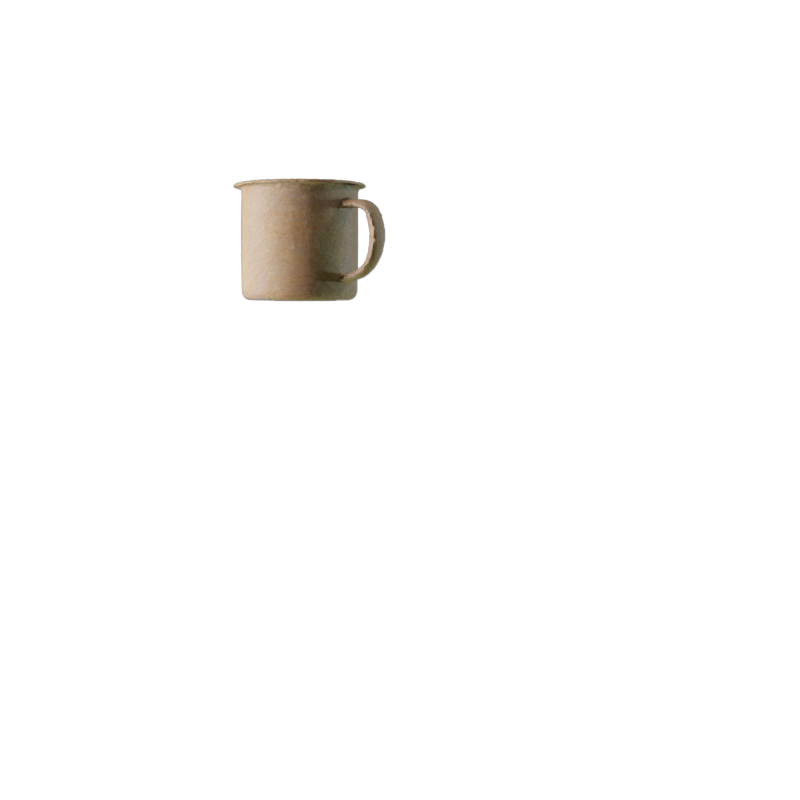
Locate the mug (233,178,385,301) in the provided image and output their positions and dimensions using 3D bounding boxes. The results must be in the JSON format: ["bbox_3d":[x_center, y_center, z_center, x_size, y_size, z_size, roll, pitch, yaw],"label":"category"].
[{"bbox_3d":[-0.060,-0.110,0.769,0.122,0.082,0.090,2,3,34],"label":"mug"}]
